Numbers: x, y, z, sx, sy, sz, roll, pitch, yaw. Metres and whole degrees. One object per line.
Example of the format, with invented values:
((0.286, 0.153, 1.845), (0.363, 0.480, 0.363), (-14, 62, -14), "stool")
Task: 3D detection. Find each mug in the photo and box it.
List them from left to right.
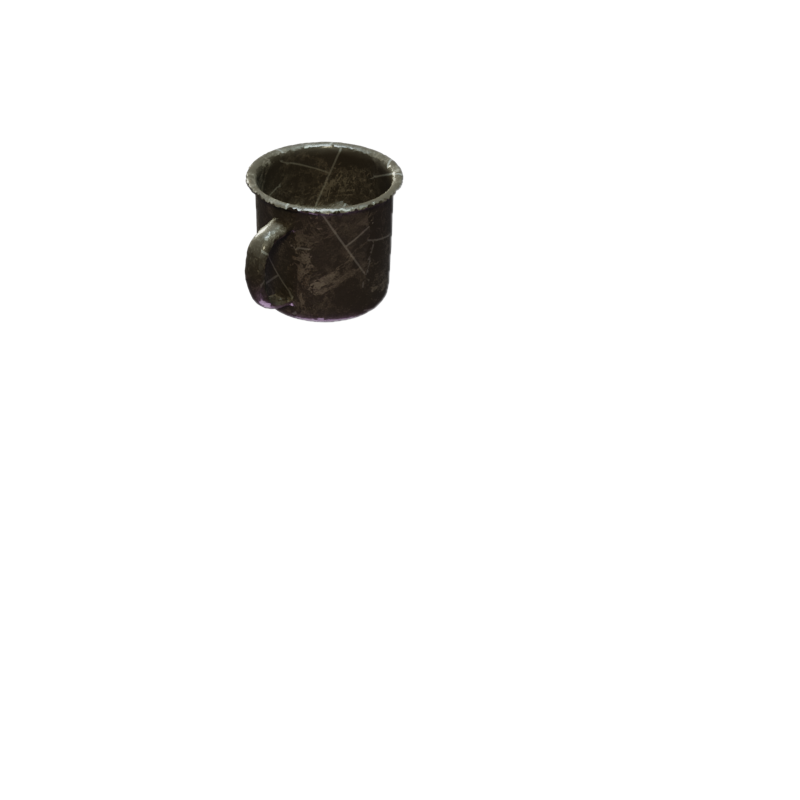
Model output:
((-0.052, -0.095, 0.664), (0.098, 0.076, 0.119), (19, 38, 24), "mug")
